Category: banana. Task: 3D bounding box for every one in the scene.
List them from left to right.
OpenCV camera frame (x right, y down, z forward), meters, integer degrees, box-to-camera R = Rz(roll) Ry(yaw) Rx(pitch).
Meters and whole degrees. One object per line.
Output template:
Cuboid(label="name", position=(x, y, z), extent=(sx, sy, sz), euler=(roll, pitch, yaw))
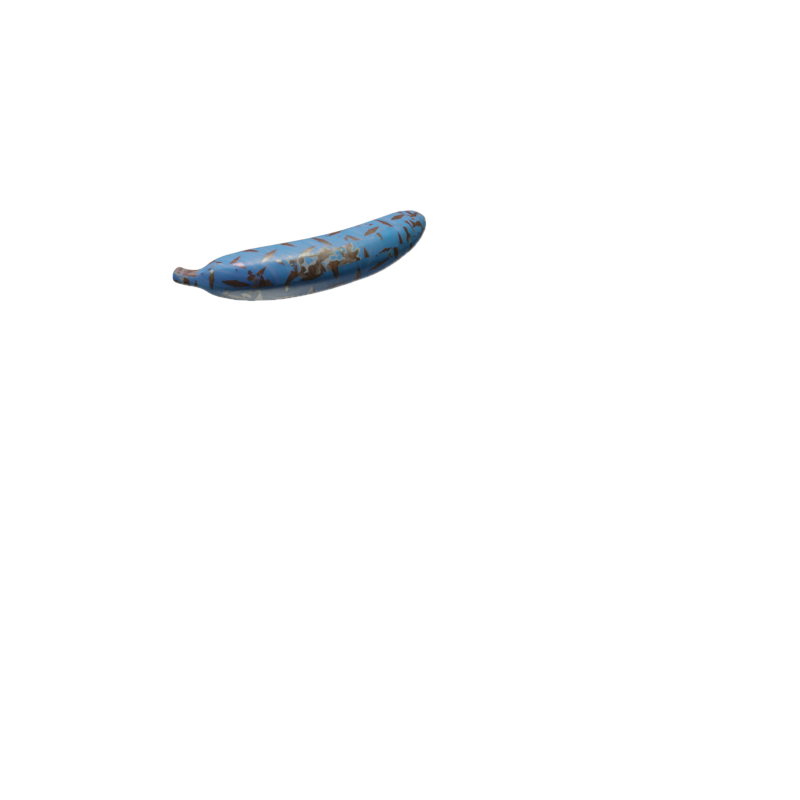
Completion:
Cuboid(label="banana", position=(-0.057, -0.103, 0.781), extent=(0.195, 0.035, 0.075), euler=(-15, 35, -22))
